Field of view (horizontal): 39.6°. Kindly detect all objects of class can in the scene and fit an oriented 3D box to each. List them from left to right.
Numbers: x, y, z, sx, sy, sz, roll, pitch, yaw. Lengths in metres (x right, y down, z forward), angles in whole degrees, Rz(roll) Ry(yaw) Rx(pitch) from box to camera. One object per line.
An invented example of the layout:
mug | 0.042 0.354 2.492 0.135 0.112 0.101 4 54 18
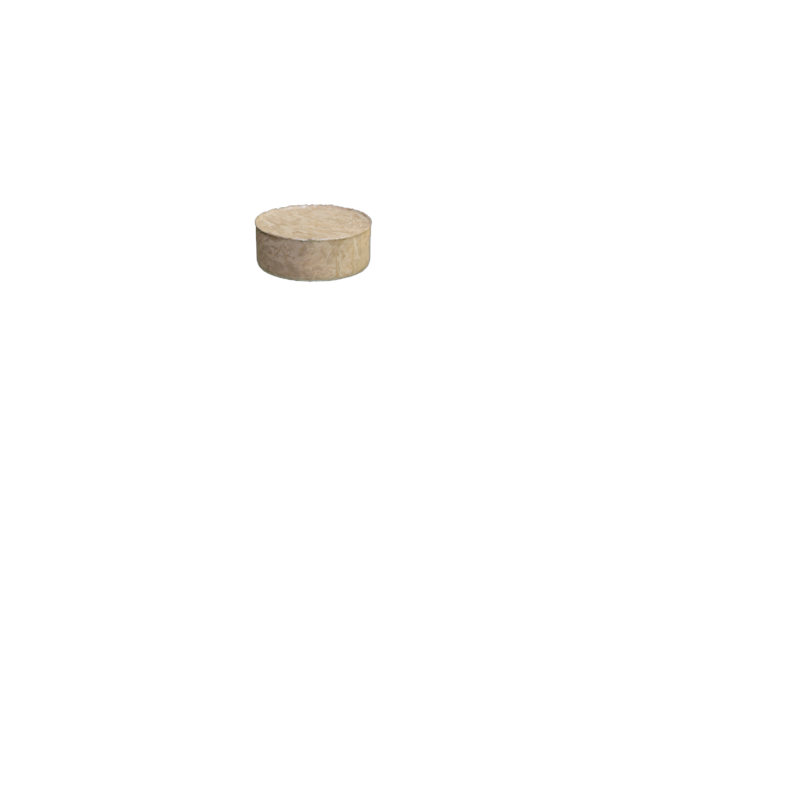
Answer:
can | -0.064 -0.116 0.815 0.086 0.032 0.090 -1 25 -2
